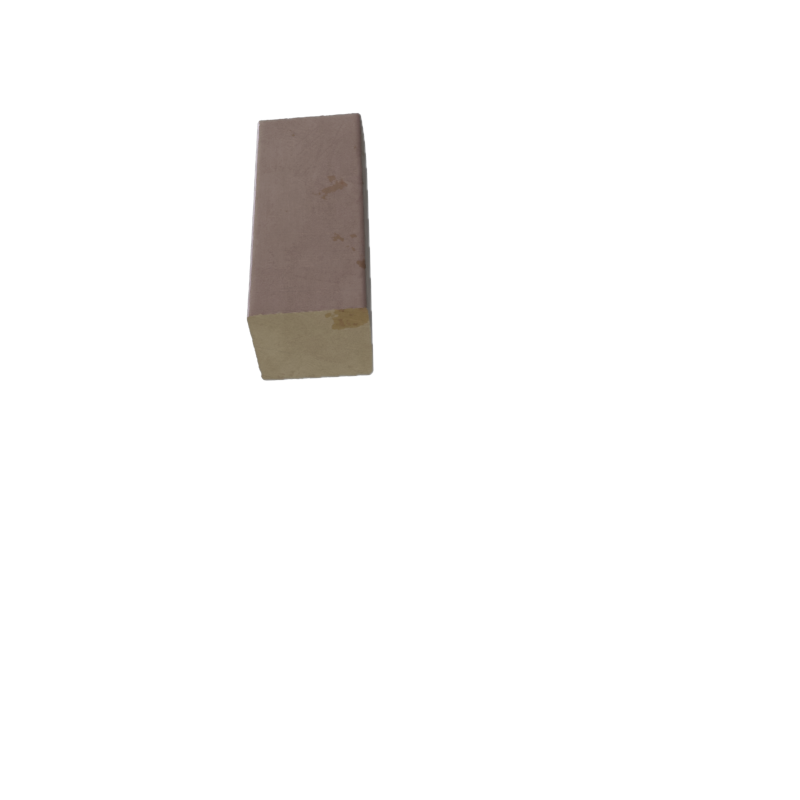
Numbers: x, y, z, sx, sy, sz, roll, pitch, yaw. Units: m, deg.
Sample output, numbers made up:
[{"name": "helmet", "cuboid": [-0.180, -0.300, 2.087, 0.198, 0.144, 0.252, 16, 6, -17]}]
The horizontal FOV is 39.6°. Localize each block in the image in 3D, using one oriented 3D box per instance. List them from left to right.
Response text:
[{"name": "block", "cuboid": [-0.070, -0.128, 0.901, 0.091, 0.221, 0.084, -4, -37, 2]}]
